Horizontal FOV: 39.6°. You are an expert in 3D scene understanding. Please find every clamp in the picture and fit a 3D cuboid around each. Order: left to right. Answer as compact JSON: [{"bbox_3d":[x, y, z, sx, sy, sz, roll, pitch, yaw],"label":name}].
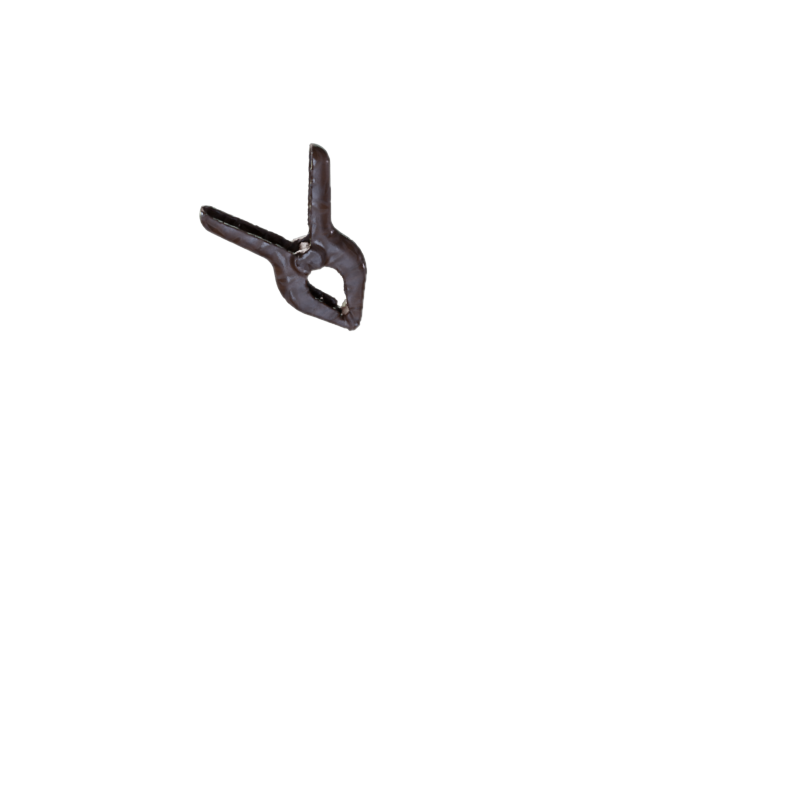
[{"bbox_3d":[-0.074,-0.135,0.942,0.119,0.161,0.042,-33,29,21],"label":"clamp"}]
